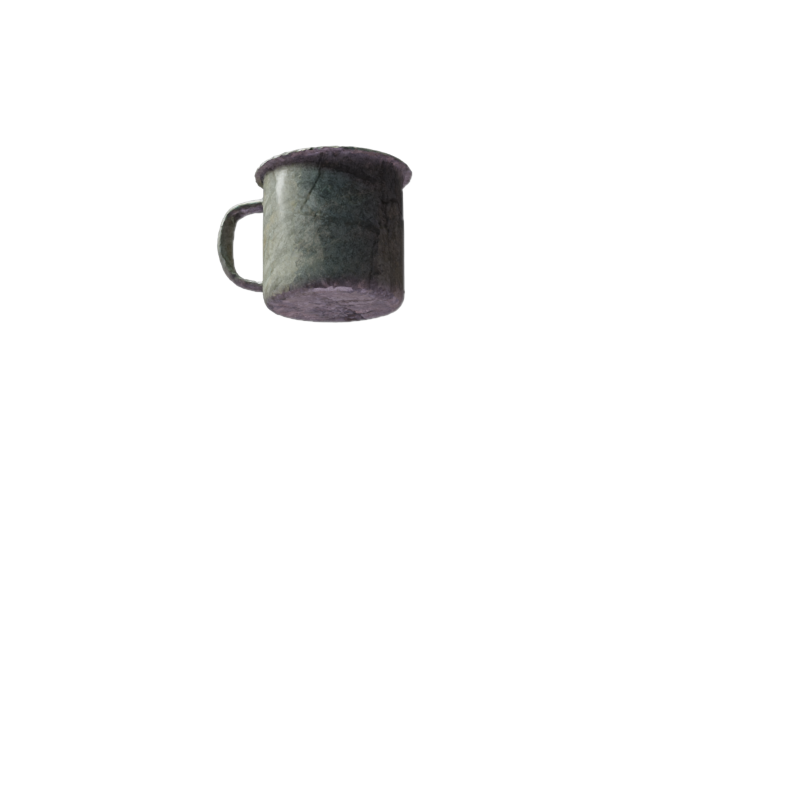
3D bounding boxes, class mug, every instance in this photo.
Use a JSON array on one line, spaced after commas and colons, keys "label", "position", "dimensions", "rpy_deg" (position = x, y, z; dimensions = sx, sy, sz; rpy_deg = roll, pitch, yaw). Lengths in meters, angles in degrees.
[{"label": "mug", "position": [-0.051, -0.092, 0.646], "dimensions": [0.119, 0.085, 0.089], "rpy_deg": [-3, -13, 10]}]
